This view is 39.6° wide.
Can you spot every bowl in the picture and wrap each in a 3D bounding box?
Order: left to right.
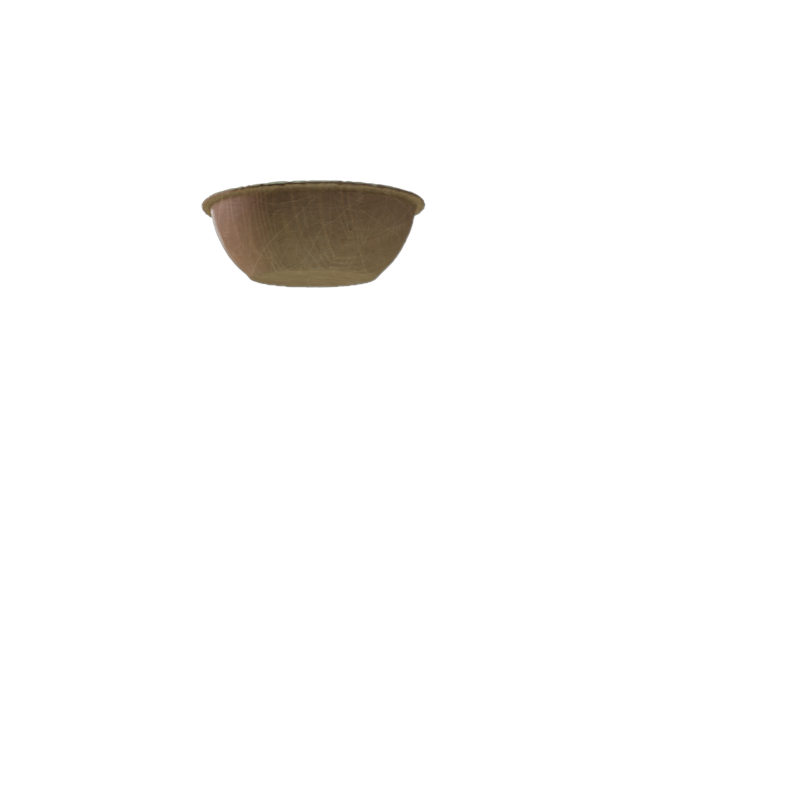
[{"bbox_3d":[-0.062,-0.114,0.795,0.162,0.056,0.160,0,-3,-2],"label":"bowl"}]
